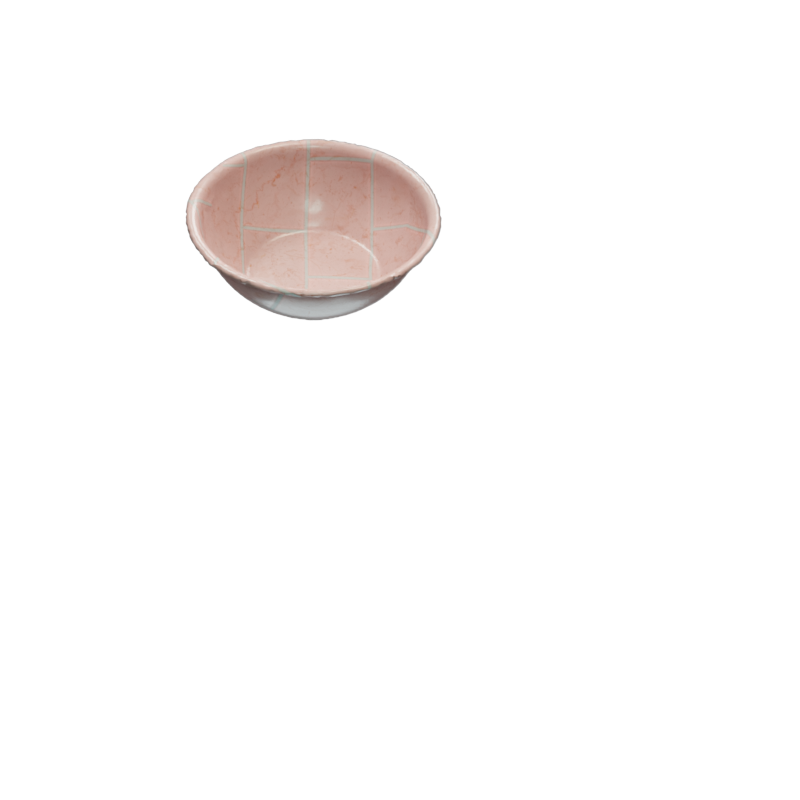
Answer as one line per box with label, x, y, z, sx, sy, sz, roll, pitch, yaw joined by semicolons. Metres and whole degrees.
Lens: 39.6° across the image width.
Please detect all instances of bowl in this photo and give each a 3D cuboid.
bowl;-0.056;-0.102;0.717;0.162;0.051;0.174;-1;43;-1
